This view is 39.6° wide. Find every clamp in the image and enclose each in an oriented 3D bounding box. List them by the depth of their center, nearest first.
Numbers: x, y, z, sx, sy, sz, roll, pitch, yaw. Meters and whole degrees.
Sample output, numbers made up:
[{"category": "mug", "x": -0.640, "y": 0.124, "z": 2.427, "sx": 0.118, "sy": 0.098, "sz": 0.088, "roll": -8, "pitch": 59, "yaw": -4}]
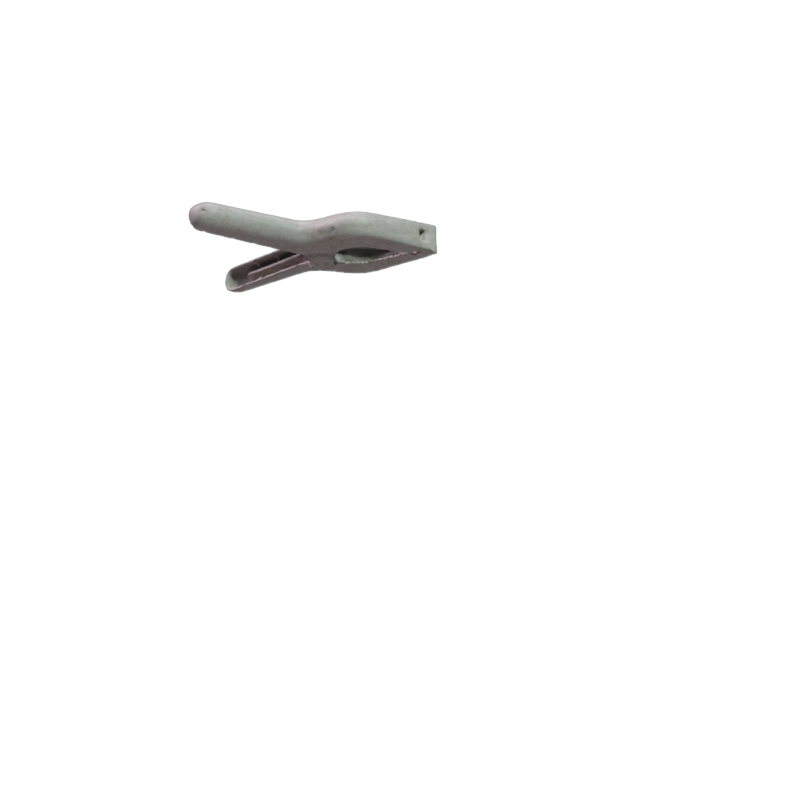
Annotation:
[{"category": "clamp", "x": -0.076, "y": -0.138, "z": 0.966, "sx": 0.213, "sy": 0.038, "sz": 0.155, "roll": -3, "pitch": -16, "yaw": 12}]
